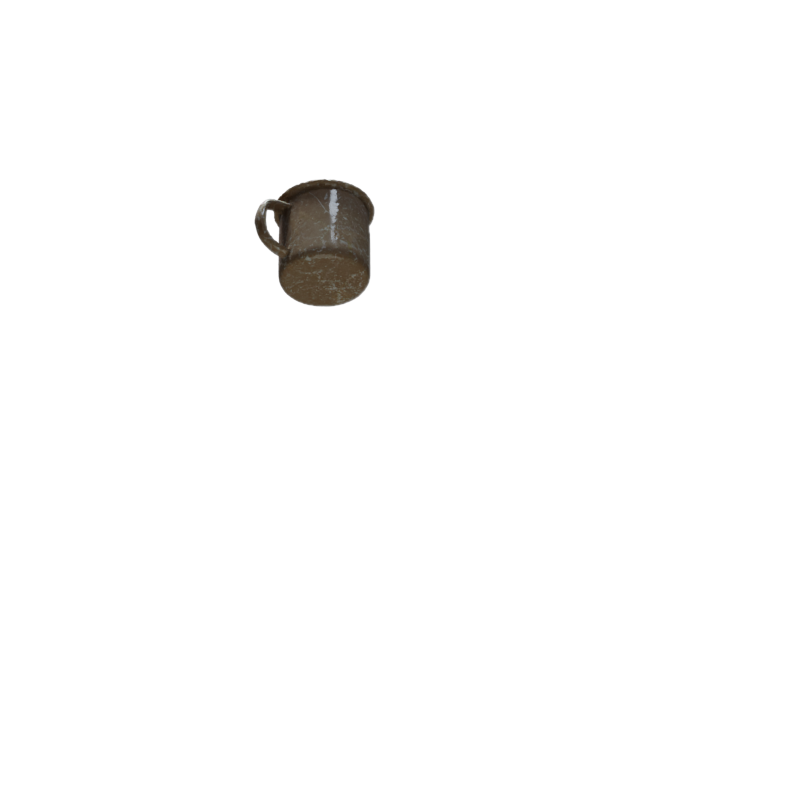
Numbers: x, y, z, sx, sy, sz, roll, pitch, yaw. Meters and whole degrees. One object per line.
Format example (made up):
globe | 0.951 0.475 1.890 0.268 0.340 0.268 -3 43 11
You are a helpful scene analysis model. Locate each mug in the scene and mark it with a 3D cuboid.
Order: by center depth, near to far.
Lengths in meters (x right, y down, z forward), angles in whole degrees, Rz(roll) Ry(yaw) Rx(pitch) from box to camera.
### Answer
mug | -0.078 -0.142 0.991 0.111 0.087 0.092 22 -41 -30
